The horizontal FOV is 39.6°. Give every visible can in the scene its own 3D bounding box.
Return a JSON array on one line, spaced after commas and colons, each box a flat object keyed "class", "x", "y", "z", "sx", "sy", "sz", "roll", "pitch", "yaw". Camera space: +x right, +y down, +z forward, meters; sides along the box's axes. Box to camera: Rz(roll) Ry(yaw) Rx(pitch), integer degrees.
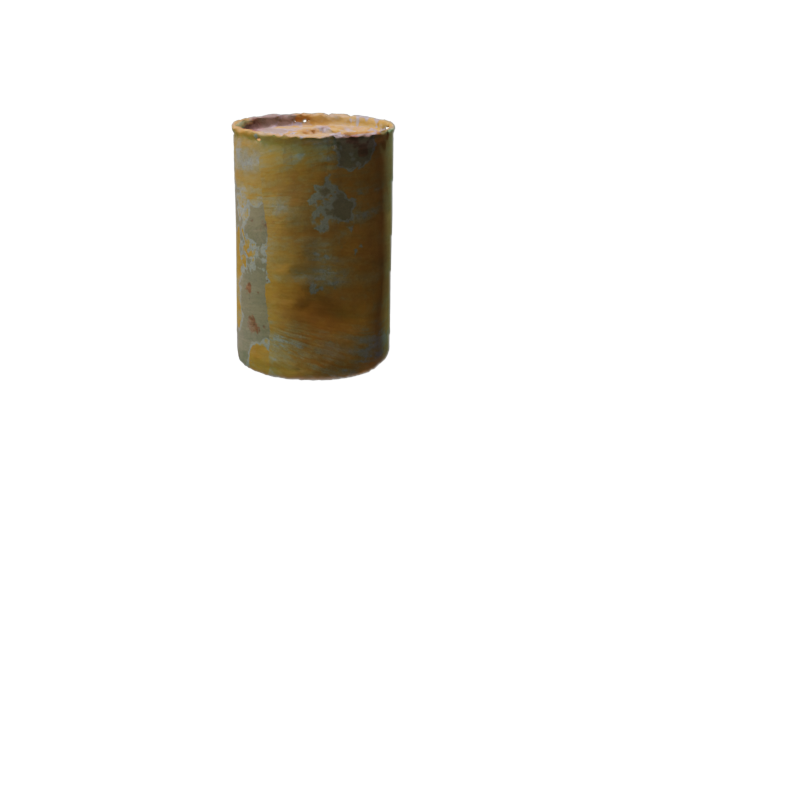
[{"class": "can", "x": -0.037, "y": -0.067, "z": 0.472, "sx": 0.068, "sy": 0.099, "sz": 0.071, "roll": 0, "pitch": 17, "yaw": -2}]
